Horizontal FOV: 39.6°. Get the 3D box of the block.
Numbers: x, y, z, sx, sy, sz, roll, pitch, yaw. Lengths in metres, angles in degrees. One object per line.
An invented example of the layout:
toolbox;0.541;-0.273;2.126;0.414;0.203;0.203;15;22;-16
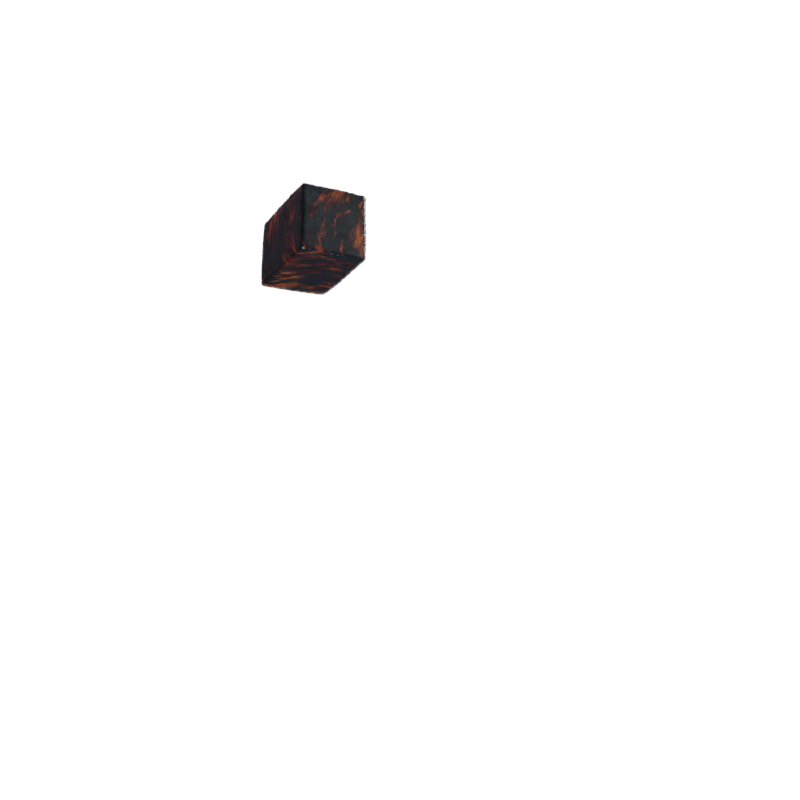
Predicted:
block;-0.064;-0.117;0.820;0.051;0.054;0.077;10;-22;-26
